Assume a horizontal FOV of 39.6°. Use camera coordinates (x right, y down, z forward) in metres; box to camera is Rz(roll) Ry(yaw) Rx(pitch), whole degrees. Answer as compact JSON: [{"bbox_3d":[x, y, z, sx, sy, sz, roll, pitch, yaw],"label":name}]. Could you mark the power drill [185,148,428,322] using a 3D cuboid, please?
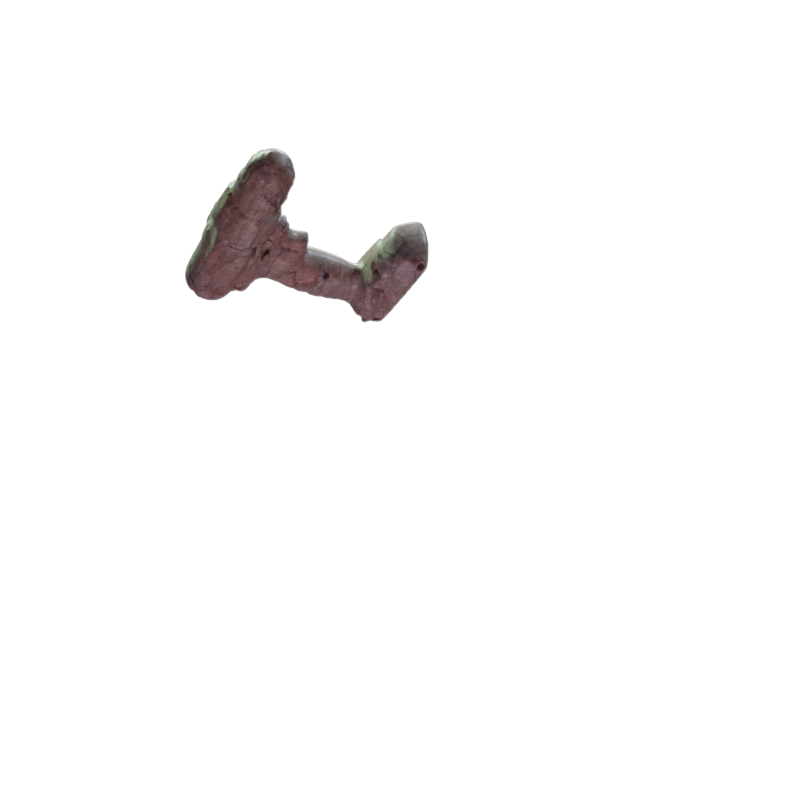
[{"bbox_3d":[-0.074,-0.136,0.951,0.181,0.061,0.179,13,-33,-22],"label":"power drill"}]
